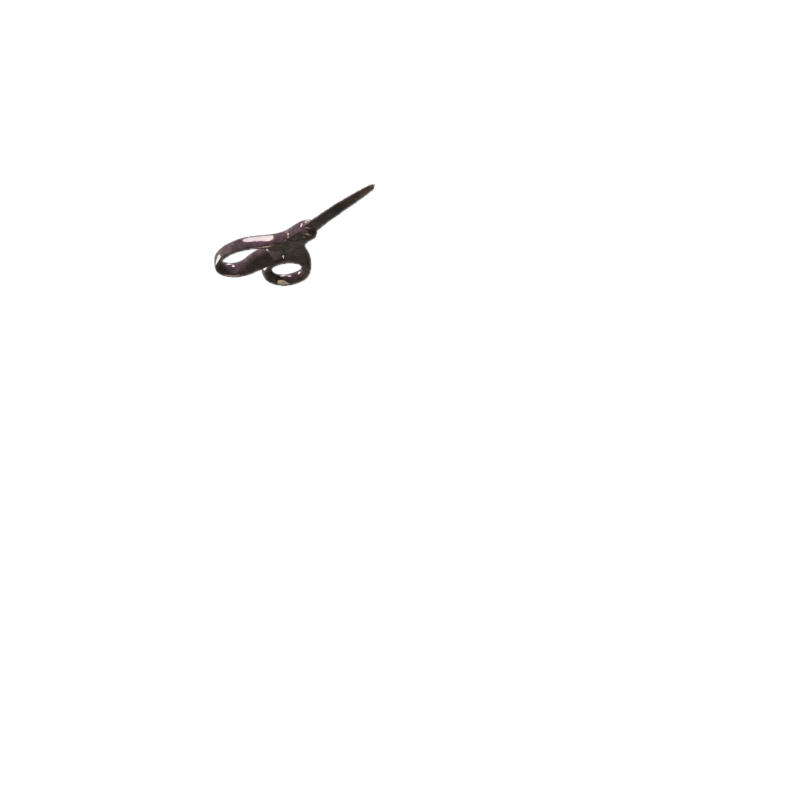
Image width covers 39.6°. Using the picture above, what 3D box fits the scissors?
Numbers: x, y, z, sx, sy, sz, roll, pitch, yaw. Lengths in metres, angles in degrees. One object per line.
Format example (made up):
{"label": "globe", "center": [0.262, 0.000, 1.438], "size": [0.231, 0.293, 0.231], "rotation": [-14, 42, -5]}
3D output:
{"label": "scissors", "center": [-0.076, -0.138, 0.969], "size": [0.205, 0.017, 0.090], "rotation": [-14, -24, 35]}
